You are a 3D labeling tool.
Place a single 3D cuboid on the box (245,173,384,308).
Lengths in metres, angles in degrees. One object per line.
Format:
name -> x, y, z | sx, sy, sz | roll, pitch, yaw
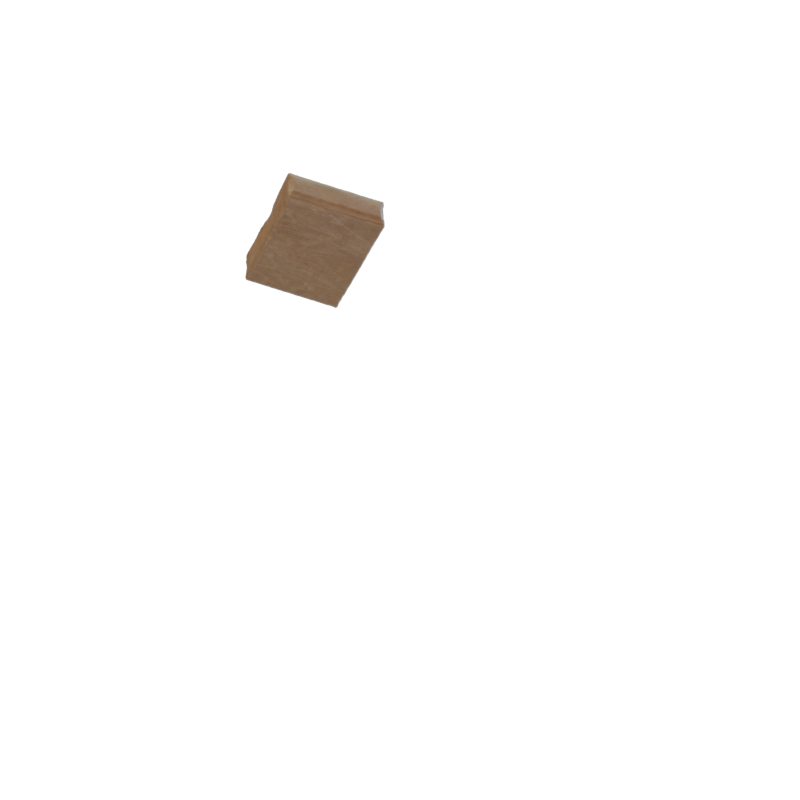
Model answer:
box -> -0.062, -0.113, 0.791 | 0.071, 0.032, 0.086 | 17, -46, -17
